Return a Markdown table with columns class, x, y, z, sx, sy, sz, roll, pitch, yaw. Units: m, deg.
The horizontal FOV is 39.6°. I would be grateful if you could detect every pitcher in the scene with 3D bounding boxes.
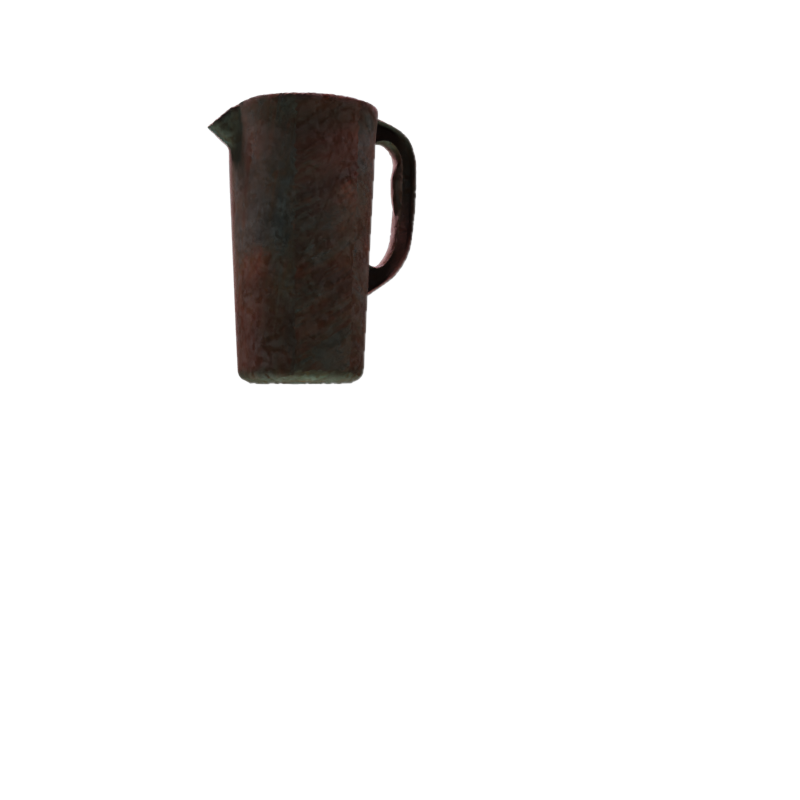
| class | x | y | z | sx | sy | sz | roll | pitch | yaw |
| --- | --- | --- | --- | --- | --- | --- | --- | --- | --- |
| pitcher | -0.075 | -0.137 | 0.958 | 0.153 | 0.246 | 0.140 | -2 | -5 | 22 |
